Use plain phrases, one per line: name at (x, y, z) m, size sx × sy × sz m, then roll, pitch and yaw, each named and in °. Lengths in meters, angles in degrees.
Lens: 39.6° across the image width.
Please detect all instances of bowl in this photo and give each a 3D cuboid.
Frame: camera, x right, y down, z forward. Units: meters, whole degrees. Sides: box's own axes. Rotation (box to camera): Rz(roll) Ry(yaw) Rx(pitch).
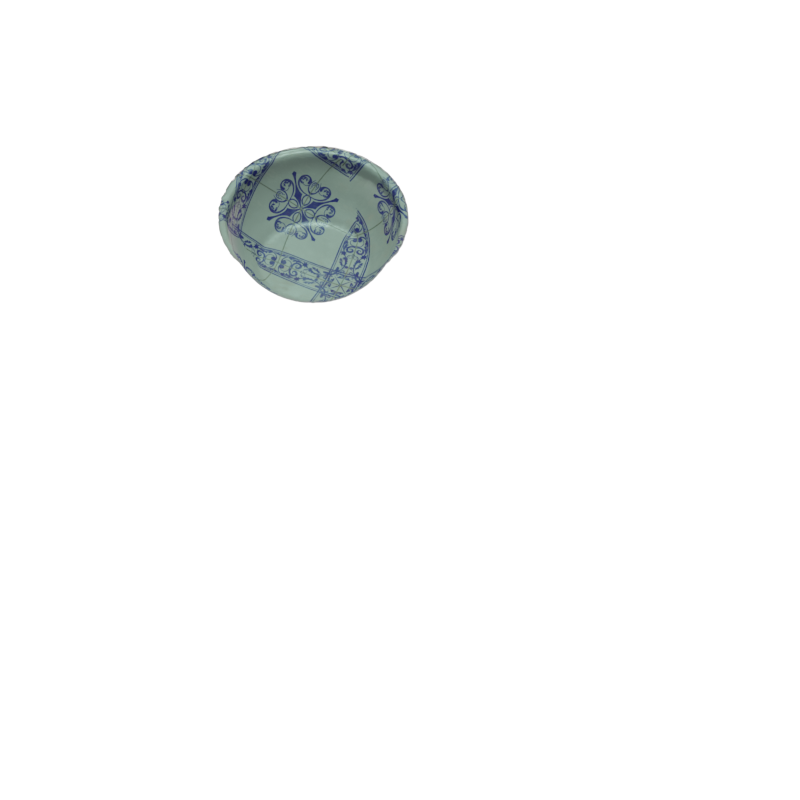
bowl at (-0.072, -0.132, 0.923) m, size 0.162 × 0.059 × 0.151 m, roll 1°, pitch -44°, yaw -1°
